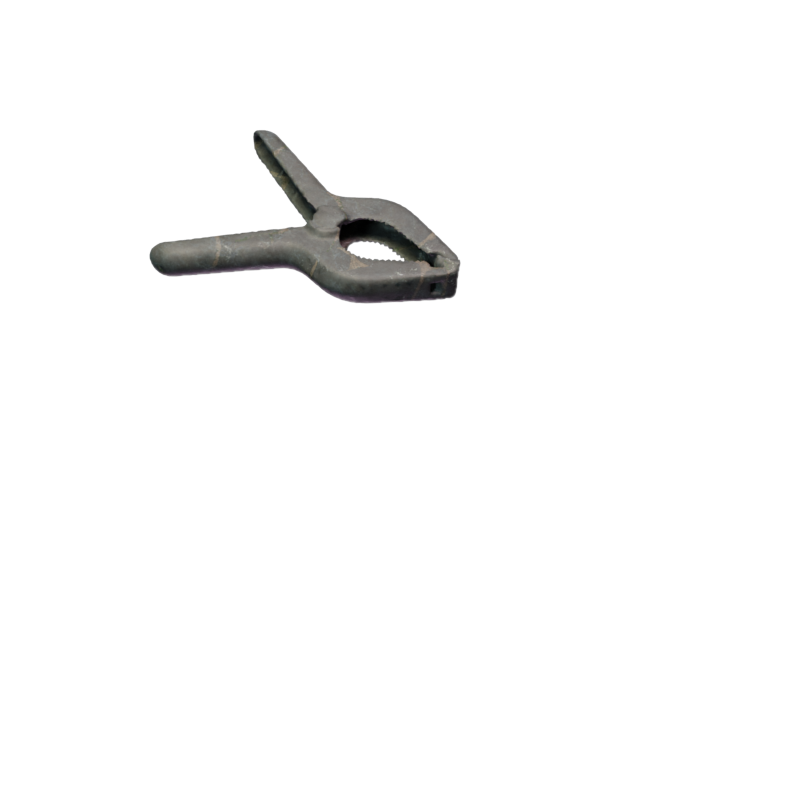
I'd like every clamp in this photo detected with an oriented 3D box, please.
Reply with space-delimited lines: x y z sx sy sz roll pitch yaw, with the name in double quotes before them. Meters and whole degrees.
"clamp" -0.062 -0.113 0.793 0.220 0.034 0.169 25 53 21
